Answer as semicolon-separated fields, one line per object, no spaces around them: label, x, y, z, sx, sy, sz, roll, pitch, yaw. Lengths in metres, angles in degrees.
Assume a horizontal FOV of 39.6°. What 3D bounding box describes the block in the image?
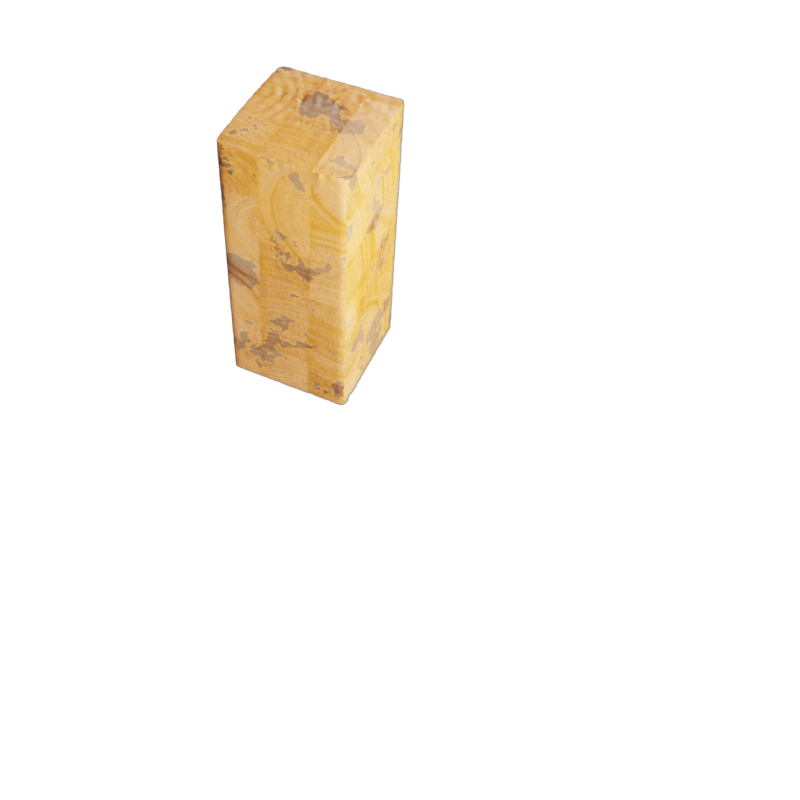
block;-0.059;-0.106;0.742;0.094;0.192;0.094;20;50;14
